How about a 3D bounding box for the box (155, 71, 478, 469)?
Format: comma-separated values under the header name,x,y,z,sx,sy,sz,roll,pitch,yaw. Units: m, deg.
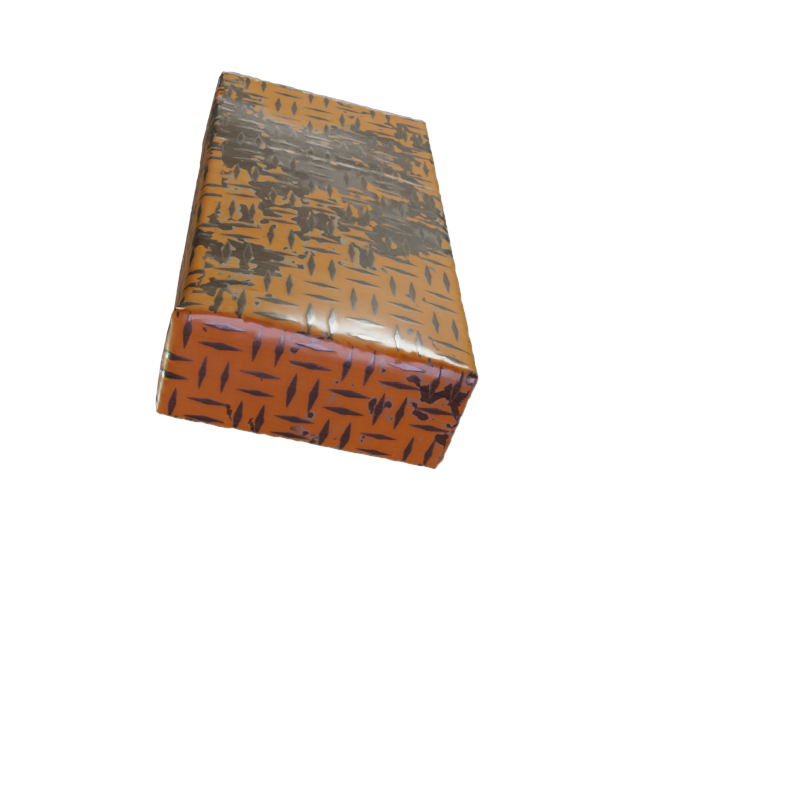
name,x,y,z,sx,sy,sz,roll,pitch,yaw
box,-0.031,-0.057,0.403,0.092,0.046,0.188,11,33,-11
